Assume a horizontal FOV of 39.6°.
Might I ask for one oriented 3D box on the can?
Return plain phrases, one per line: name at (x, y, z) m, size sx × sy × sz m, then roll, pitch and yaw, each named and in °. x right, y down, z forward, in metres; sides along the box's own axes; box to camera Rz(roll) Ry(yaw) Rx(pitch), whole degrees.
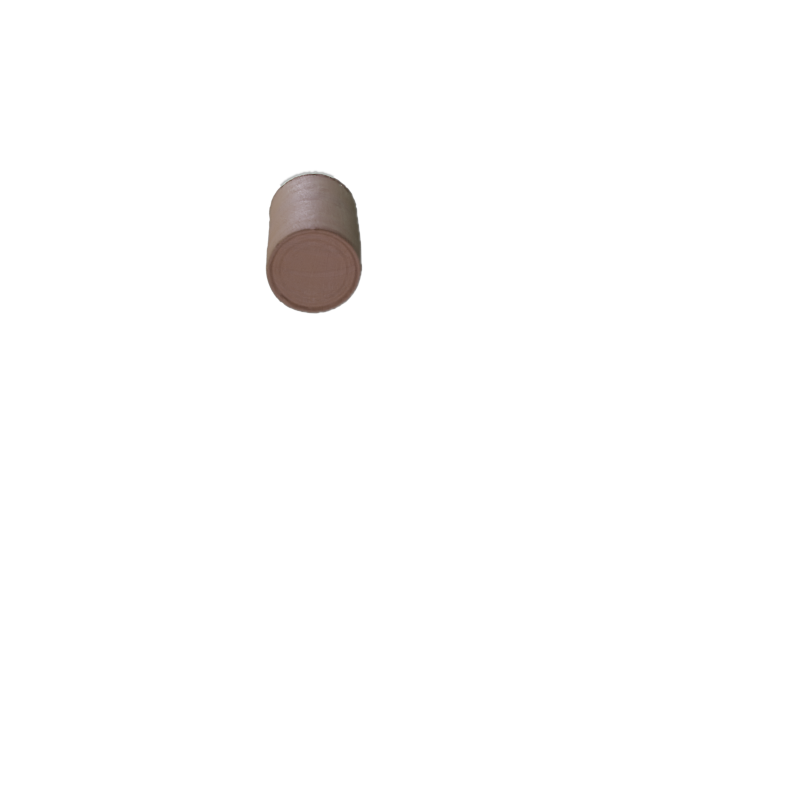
can at (-0.063, -0.115, 0.805) m, size 0.068 × 0.065 × 0.108 m, roll 0°, pitch 30°, yaw -3°
